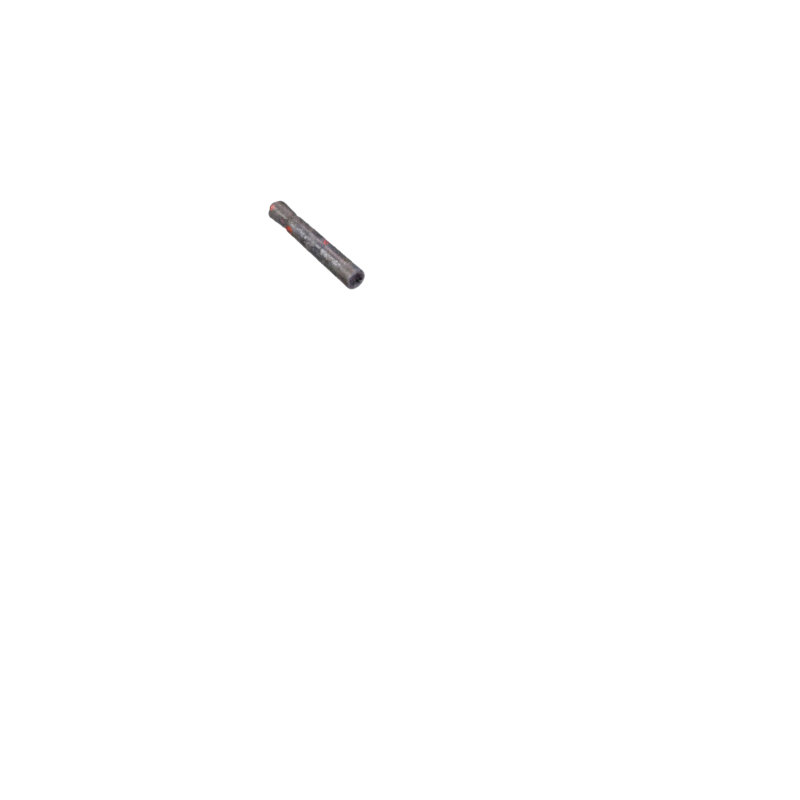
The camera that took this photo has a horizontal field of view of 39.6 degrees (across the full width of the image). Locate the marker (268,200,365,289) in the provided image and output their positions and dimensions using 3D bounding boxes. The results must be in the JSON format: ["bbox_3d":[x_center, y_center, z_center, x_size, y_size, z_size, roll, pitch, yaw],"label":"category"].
[{"bbox_3d":[-0.074,-0.135,0.944,0.019,0.019,0.130,-3,37,-44],"label":"marker"}]
